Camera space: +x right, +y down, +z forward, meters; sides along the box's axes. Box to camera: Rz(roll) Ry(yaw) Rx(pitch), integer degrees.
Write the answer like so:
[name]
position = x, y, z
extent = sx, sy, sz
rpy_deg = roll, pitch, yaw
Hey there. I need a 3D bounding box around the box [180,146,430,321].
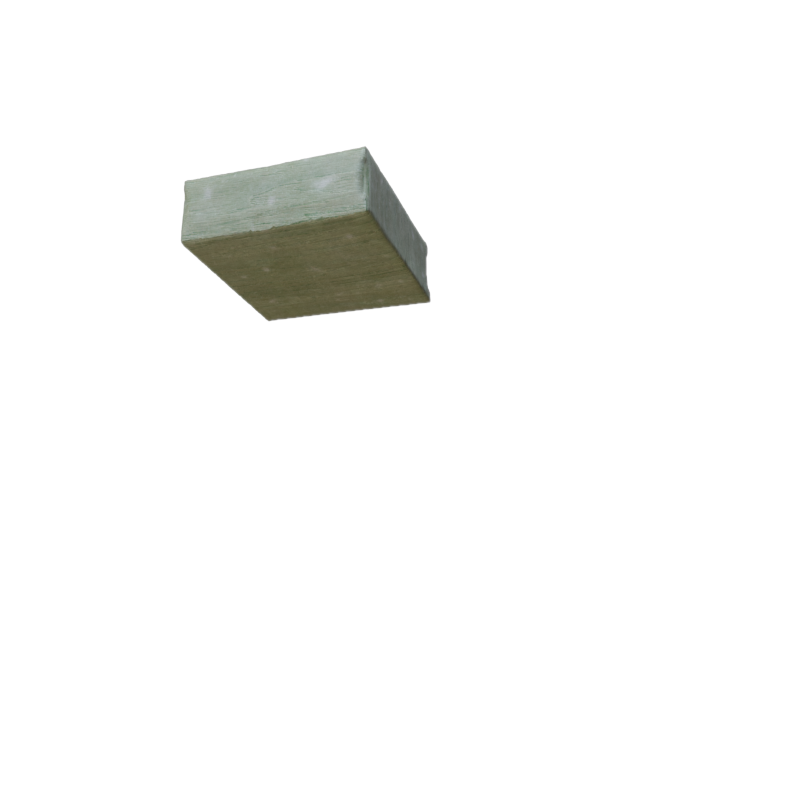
[box]
position = -0.034, -0.062, 0.437
extent = 0.074, 0.032, 0.083
rpy_deg = -6, -20, 17
